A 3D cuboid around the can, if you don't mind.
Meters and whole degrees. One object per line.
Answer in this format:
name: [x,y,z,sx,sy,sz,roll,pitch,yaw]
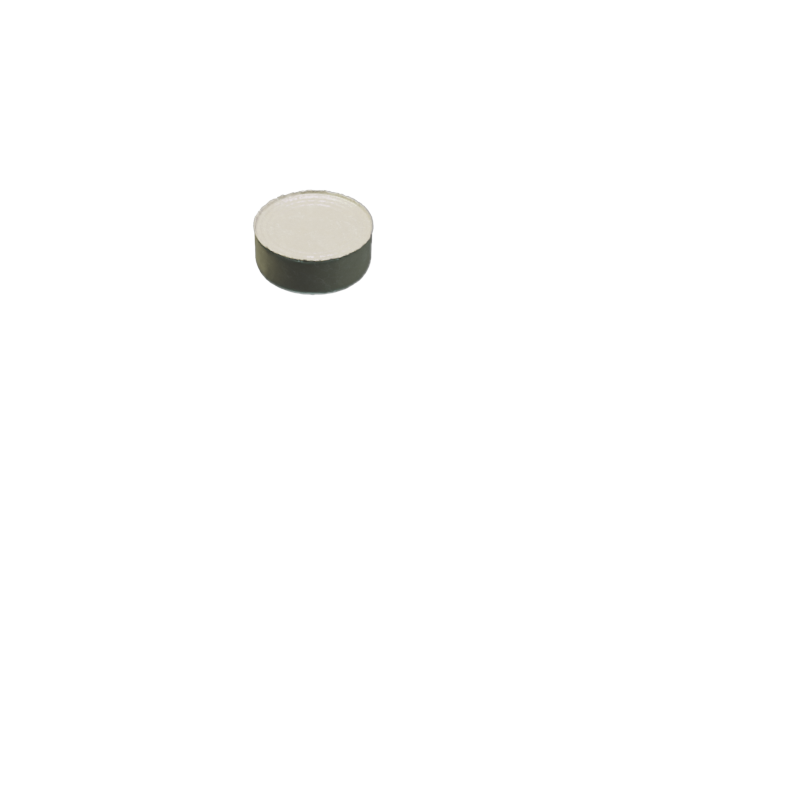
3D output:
can: [-0.063,-0.114,0.799,0.086,0.031,0.092,-1,41,-2]
